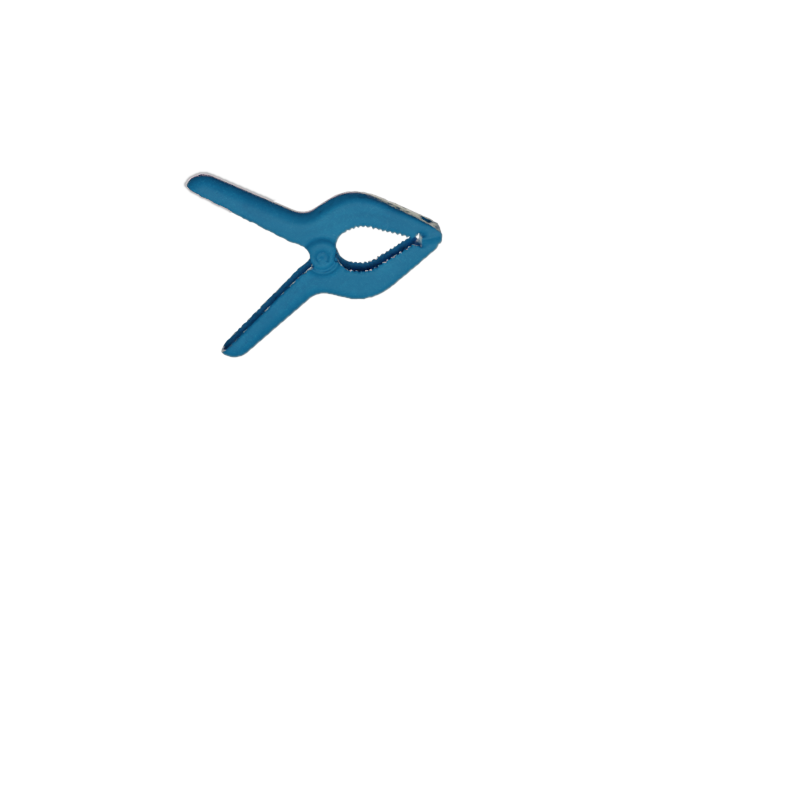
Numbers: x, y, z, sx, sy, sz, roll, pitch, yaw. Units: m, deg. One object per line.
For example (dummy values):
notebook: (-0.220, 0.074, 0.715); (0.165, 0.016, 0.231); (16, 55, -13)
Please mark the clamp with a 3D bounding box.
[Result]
clamp: (-0.073, -0.133, 0.929); (0.211, 0.156, 0.038); (-15, 21, 6)
